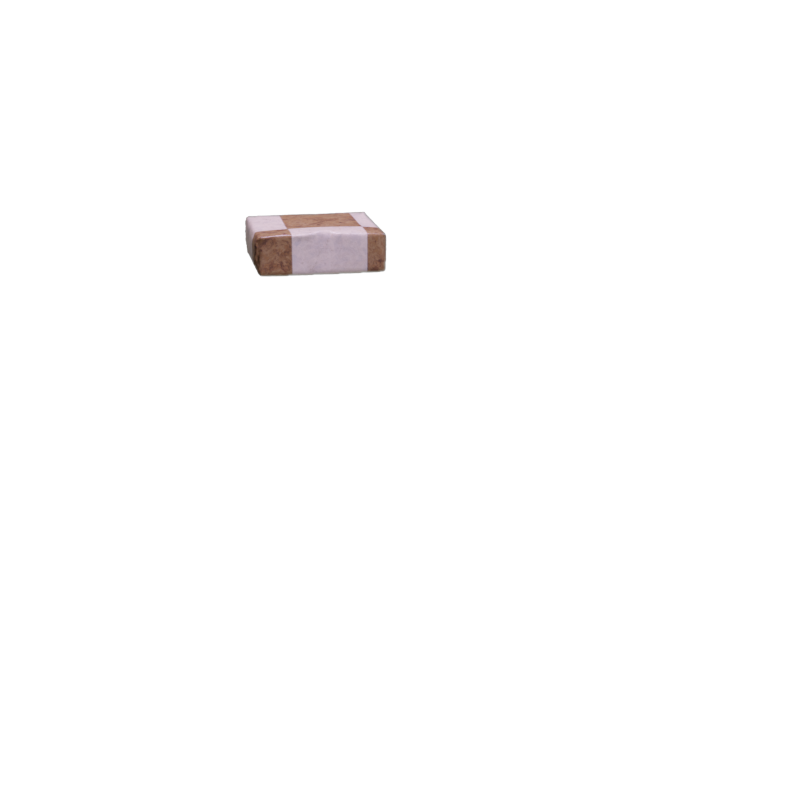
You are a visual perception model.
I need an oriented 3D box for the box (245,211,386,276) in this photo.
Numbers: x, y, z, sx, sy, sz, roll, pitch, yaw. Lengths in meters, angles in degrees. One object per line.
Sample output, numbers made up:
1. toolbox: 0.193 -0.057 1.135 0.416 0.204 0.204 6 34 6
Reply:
1. box: -0.060 -0.109 0.767 0.088 0.029 0.077 -3 20 -10
